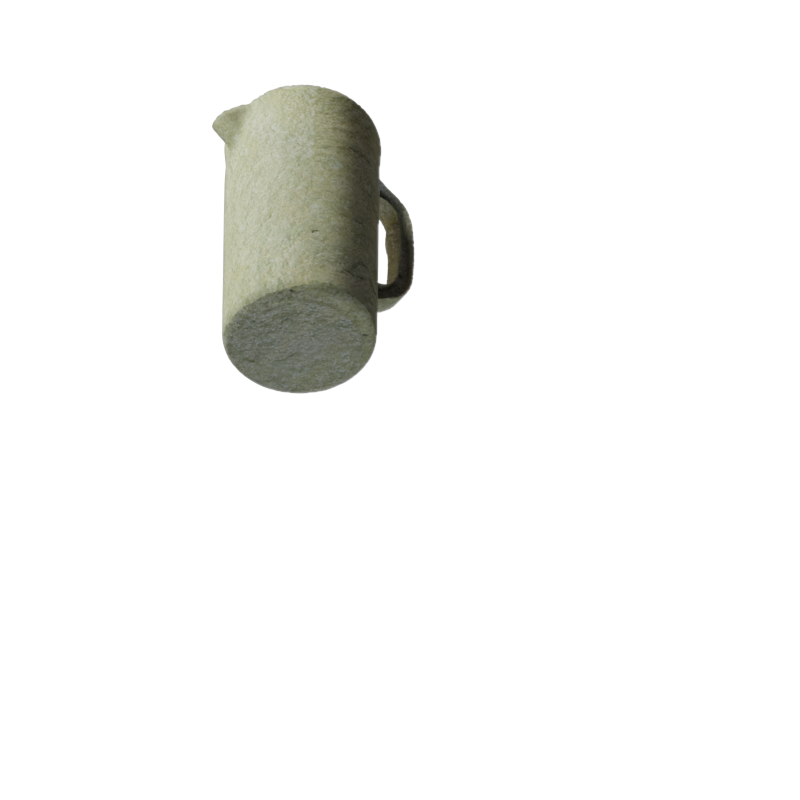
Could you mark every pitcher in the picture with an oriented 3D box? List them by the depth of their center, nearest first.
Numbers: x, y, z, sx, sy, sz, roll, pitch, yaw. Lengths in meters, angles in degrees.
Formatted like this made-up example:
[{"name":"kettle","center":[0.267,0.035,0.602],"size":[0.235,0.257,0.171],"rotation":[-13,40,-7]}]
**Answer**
[{"name":"pitcher","center":[-0.067,-0.122,0.858],"size":[0.150,0.134,0.261],"rotation":[-8,44,5]}]
